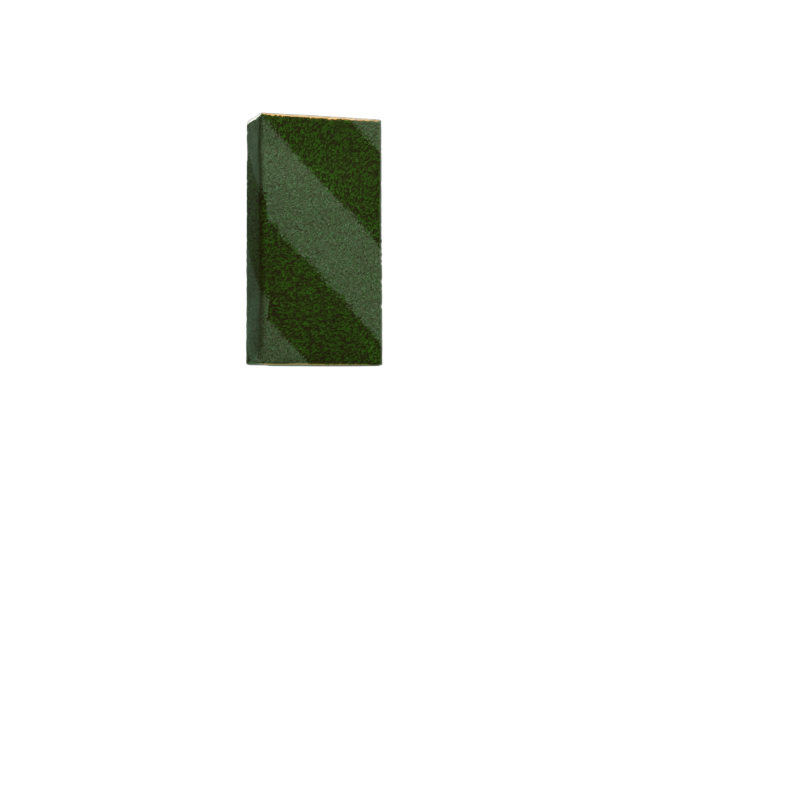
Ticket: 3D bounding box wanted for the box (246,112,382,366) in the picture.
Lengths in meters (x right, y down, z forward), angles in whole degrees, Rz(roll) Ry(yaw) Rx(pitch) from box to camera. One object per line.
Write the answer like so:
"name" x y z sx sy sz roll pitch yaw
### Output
"box" -0.062 -0.113 0.789 0.091 0.179 0.049 1 -5 -20
